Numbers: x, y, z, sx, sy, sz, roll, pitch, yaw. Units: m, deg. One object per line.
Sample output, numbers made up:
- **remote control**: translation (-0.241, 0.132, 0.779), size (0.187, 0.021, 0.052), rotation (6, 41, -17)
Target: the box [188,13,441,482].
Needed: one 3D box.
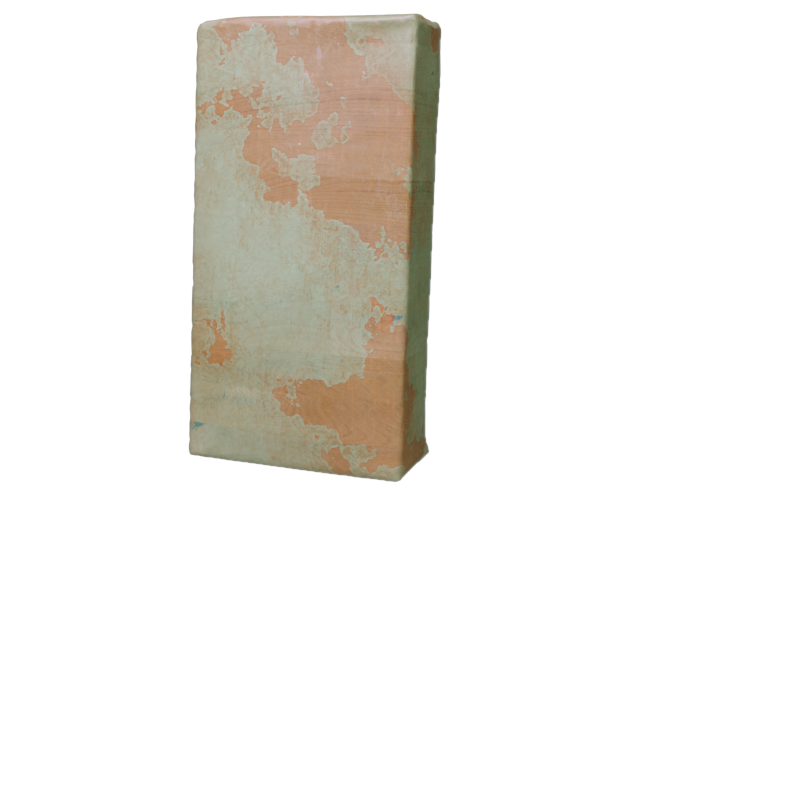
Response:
- **box**: translation (-0.035, -0.063, 0.443), size (0.096, 0.173, 0.047), rotation (3, 8, 19)
